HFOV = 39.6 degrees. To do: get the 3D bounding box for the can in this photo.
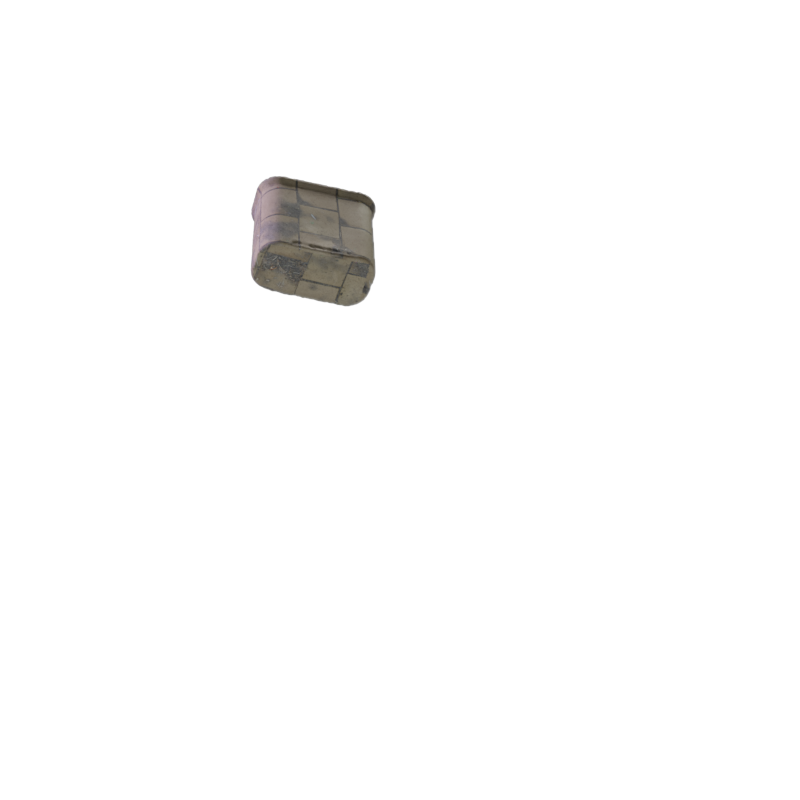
[{"bbox_3d":[-0.070,-0.128,0.900,0.100,0.054,0.090,10,42,-11],"label":"can"}]
